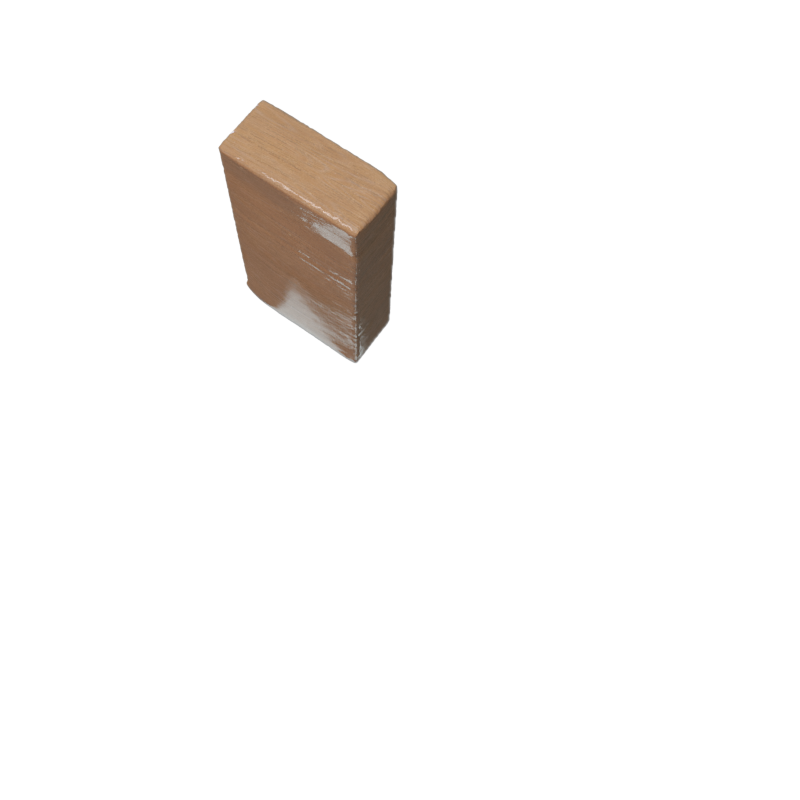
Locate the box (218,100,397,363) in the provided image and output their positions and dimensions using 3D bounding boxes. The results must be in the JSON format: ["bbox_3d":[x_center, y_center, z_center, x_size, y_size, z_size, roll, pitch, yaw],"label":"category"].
[{"bbox_3d":[-0.050,-0.093,0.649,0.097,0.049,0.167,36,-21,12],"label":"box"}]
